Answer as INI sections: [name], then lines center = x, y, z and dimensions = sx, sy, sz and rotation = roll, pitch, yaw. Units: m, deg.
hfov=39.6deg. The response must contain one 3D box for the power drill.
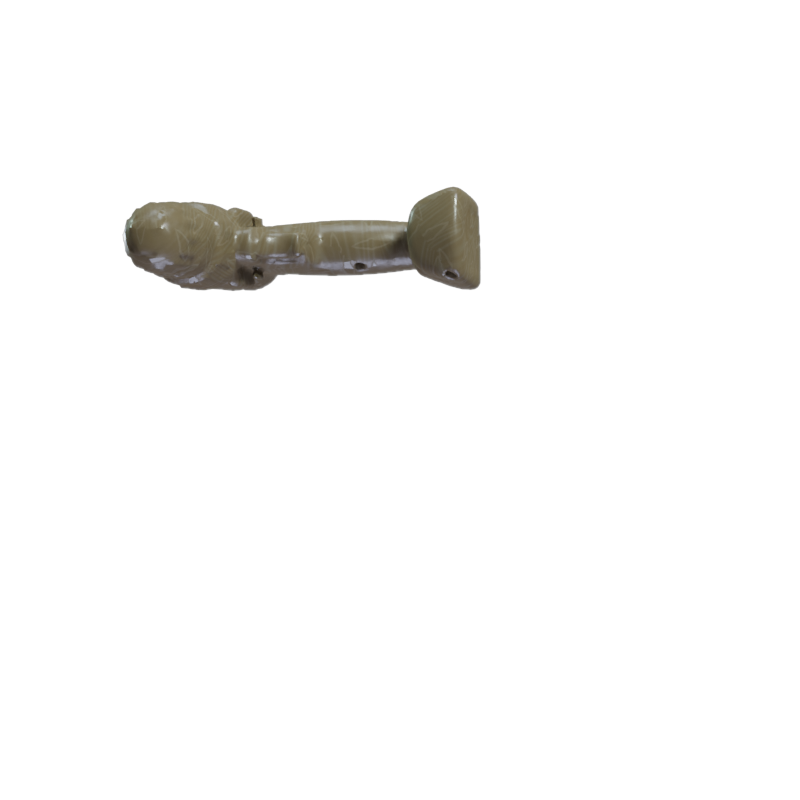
[power drill]
center = -0.052, -0.094, 0.659
dimensions = 0.191, 0.057, 0.181
rotation = 1, 4, 14
